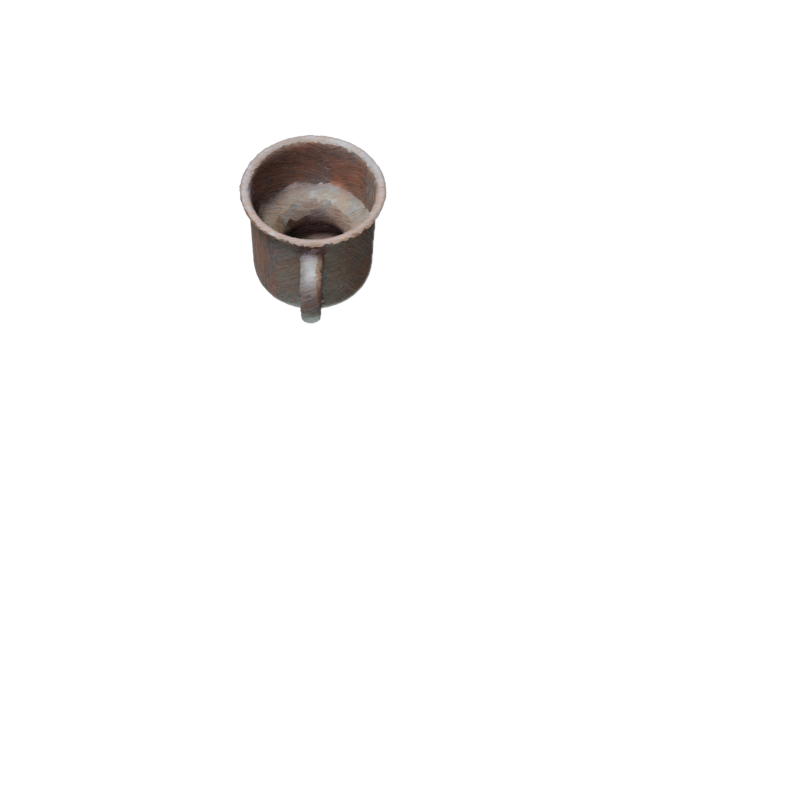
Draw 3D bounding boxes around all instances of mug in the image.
[{"bbox_3d":[-0.057,-0.104,0.726,0.093,0.126,0.076,-2,-35,-3],"label":"mug"}]
